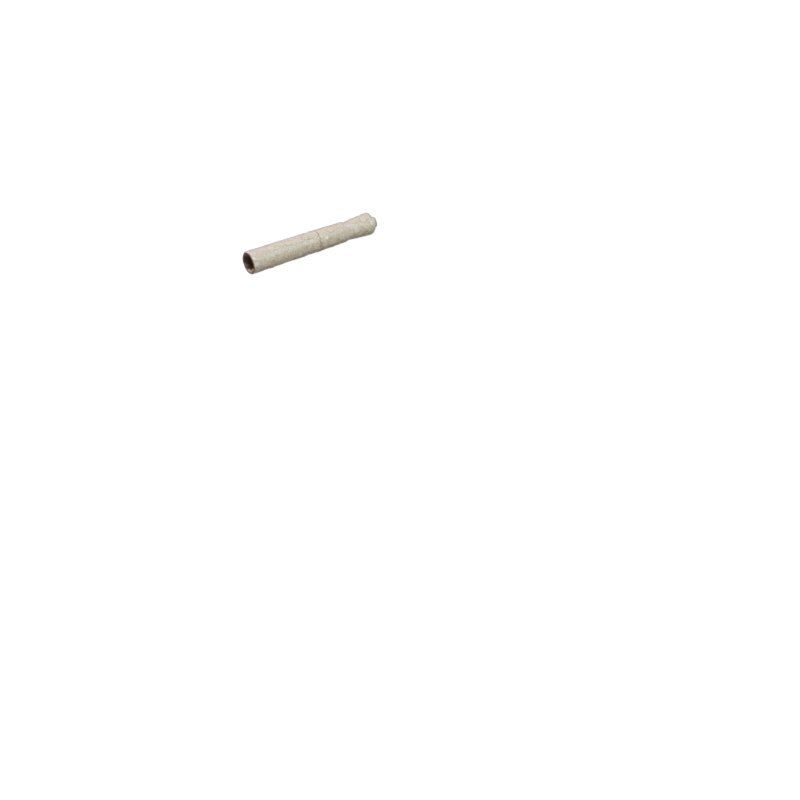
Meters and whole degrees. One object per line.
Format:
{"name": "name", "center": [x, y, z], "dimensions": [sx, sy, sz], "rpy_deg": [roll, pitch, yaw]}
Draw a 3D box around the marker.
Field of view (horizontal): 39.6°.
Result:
{"name": "marker", "center": [-0.069, -0.126, 0.881], "dimensions": [0.120, 0.019, 0.021], "rpy_deg": [-23, 16, -30]}
